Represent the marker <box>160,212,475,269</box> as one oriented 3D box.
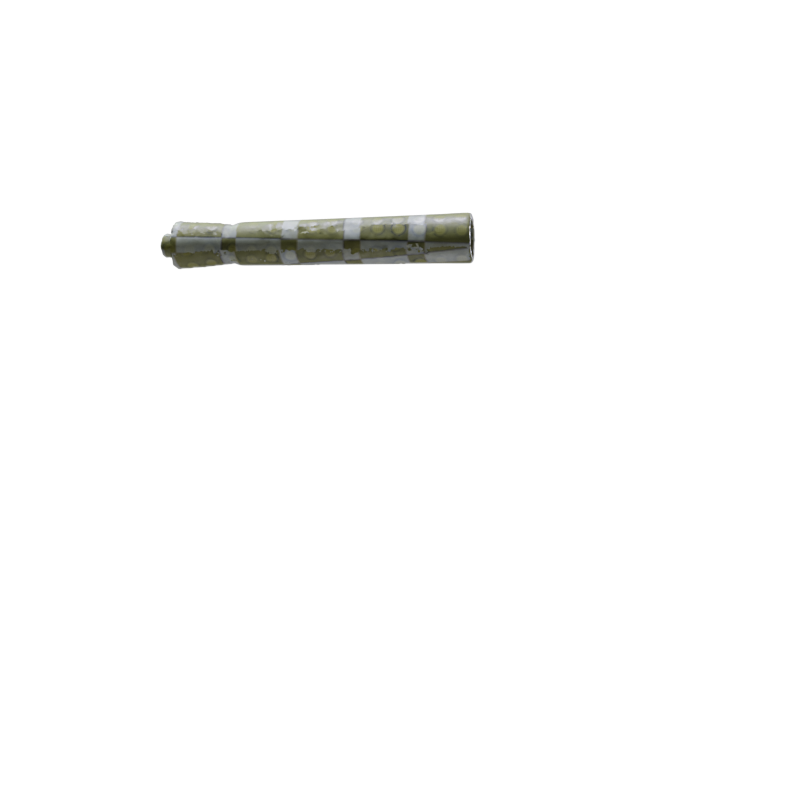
[{"bbox_3d":[-0.033,-0.060,0.423,0.123,0.020,0.019,0,4,14],"label":"marker"}]
